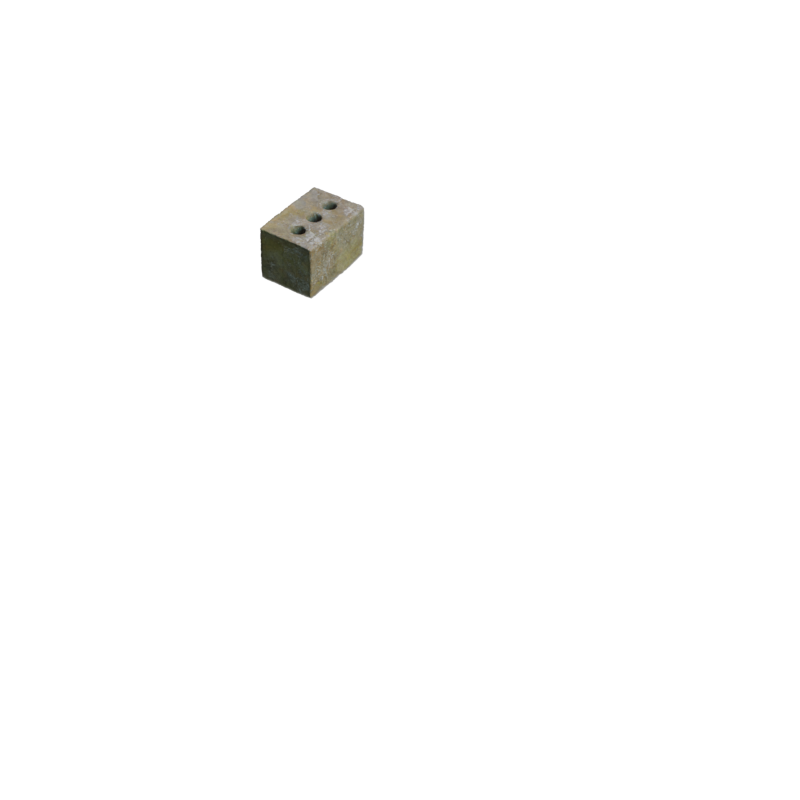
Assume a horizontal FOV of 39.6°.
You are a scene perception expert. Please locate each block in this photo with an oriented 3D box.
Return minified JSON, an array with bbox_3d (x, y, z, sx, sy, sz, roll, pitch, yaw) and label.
[{"bbox_3d":[-0.072,-0.131,0.915,0.055,0.048,0.079,23,45,24],"label":"block"}]
